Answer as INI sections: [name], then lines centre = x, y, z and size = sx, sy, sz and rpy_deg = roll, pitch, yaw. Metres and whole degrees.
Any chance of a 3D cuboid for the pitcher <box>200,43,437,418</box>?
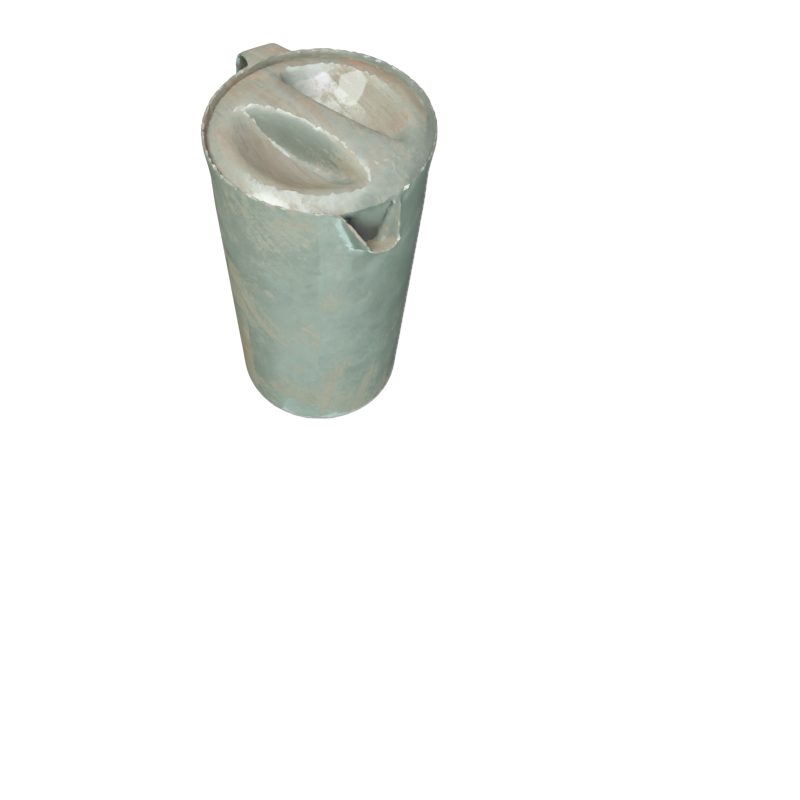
[pitcher]
centre = -0.056, -0.102, 0.715
size = 0.148, 0.157, 0.227
rpy_deg = 15, -35, 8
